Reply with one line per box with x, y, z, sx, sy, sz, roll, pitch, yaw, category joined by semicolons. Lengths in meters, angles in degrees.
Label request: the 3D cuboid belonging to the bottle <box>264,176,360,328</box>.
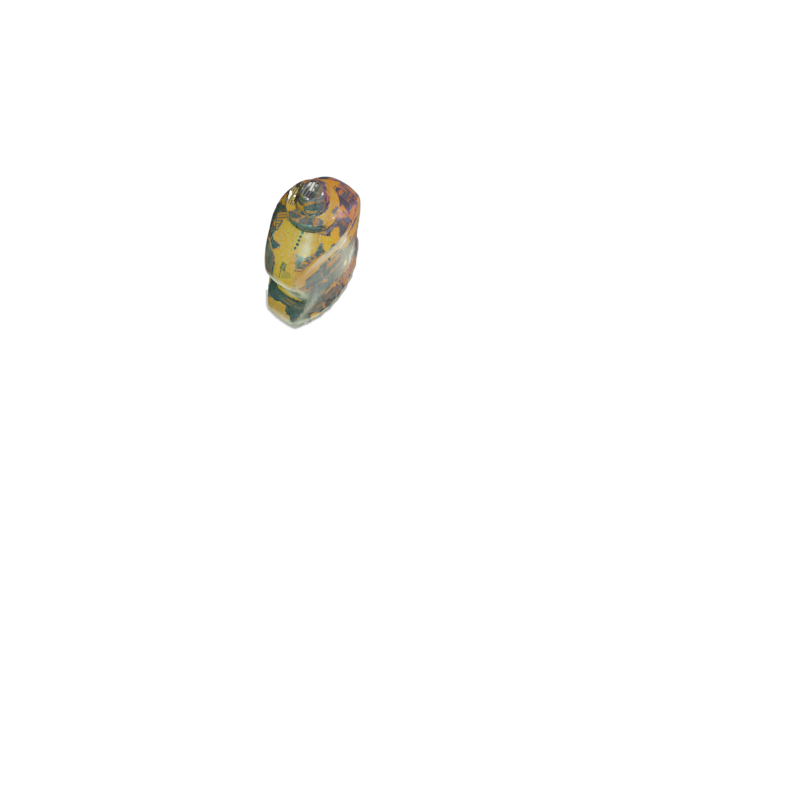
-0.071;-0.129;0.901;0.060;0.097;0.184;38;-15;7;bottle
